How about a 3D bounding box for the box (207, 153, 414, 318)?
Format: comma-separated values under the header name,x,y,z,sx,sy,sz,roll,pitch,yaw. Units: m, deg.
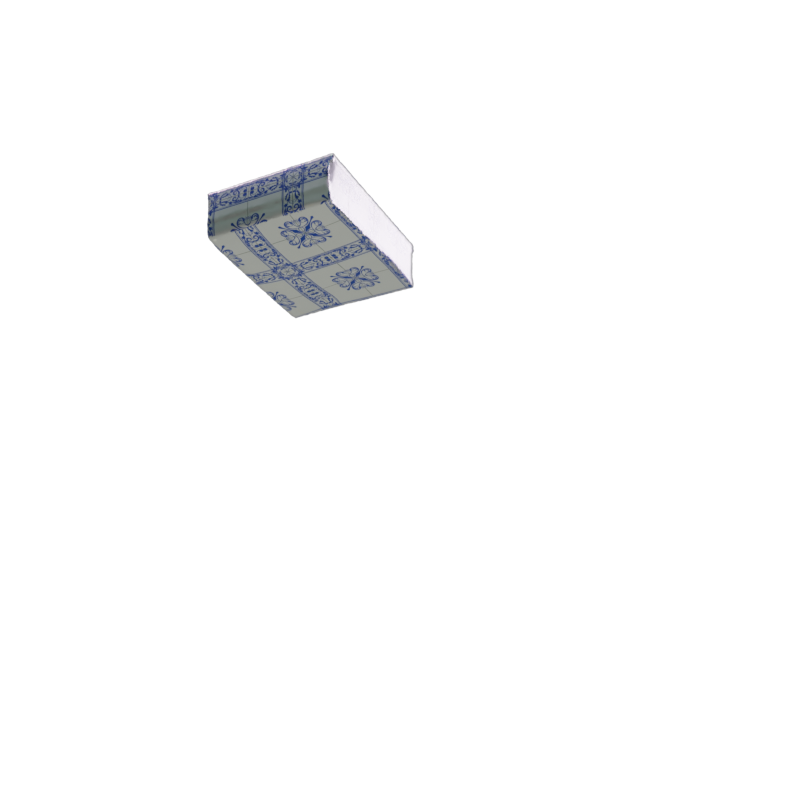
name,x,y,z,sx,sy,sz,roll,pitch,yaw
box,-0.054,-0.099,0.693,0.091,0.041,0.105,-14,-30,24
